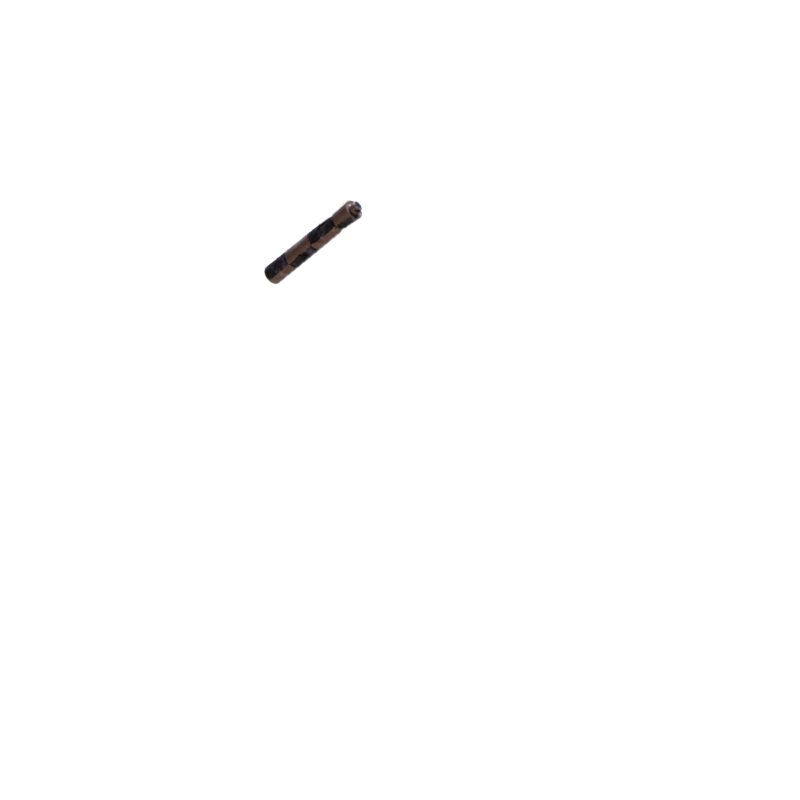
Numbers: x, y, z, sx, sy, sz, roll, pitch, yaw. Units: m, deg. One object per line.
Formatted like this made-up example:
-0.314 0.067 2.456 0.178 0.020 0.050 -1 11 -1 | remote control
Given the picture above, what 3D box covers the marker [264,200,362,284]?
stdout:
-0.076 -0.138 0.967 0.120 0.021 0.019 -32 -19 38 | marker
